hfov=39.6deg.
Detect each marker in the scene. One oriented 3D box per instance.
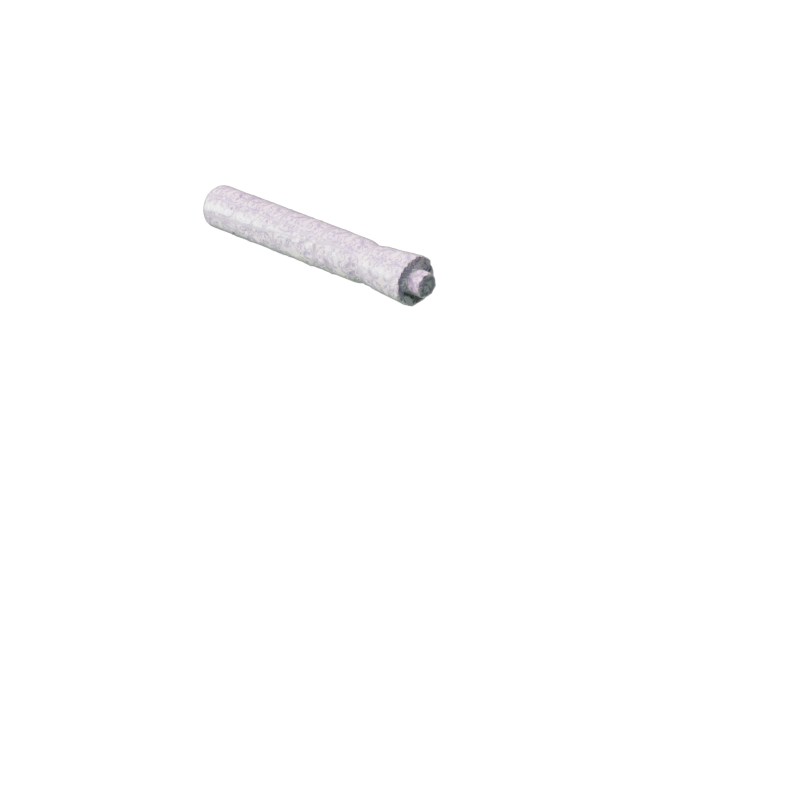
[{"bbox_3d":[-0.034,-0.061,0.430,0.019,0.019,0.129,-4,22,-44],"label":"marker"}]
